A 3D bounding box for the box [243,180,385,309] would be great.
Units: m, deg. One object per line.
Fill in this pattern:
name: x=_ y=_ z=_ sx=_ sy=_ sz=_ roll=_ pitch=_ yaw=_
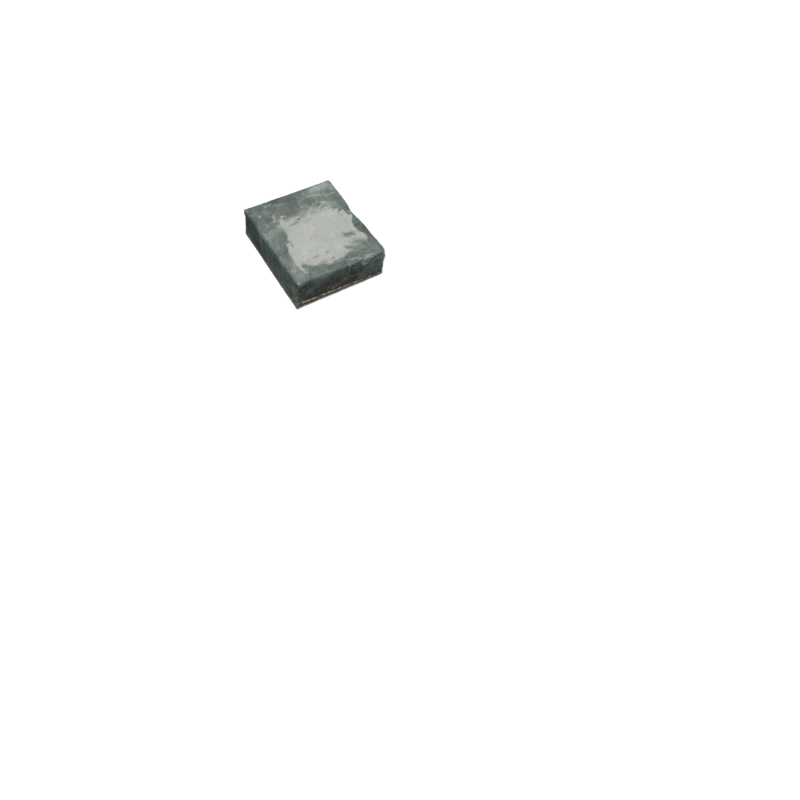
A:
box: x=-0.064 y=-0.117 z=0.821 sx=0.073 sy=0.096 sz=0.028 roll=-23 pitch=-37 yaw=-19
